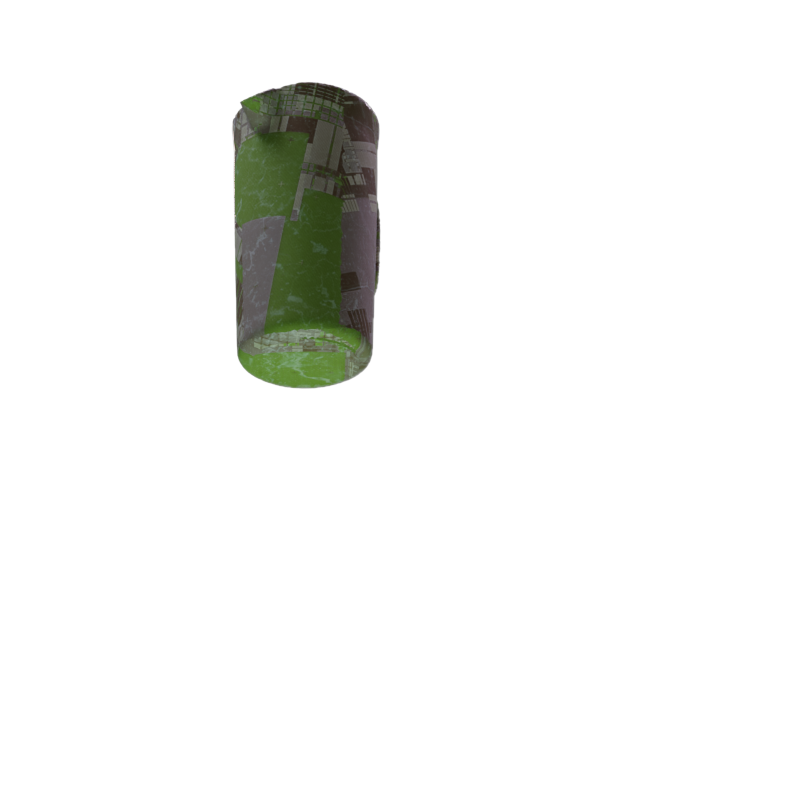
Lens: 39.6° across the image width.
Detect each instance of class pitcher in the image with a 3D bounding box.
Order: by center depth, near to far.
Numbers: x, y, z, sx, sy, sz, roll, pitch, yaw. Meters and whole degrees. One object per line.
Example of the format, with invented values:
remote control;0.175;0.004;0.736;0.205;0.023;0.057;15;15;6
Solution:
pitcher;-0.074;-0.135;0.945;0.147;0.259;0.138;5;-30;-12
